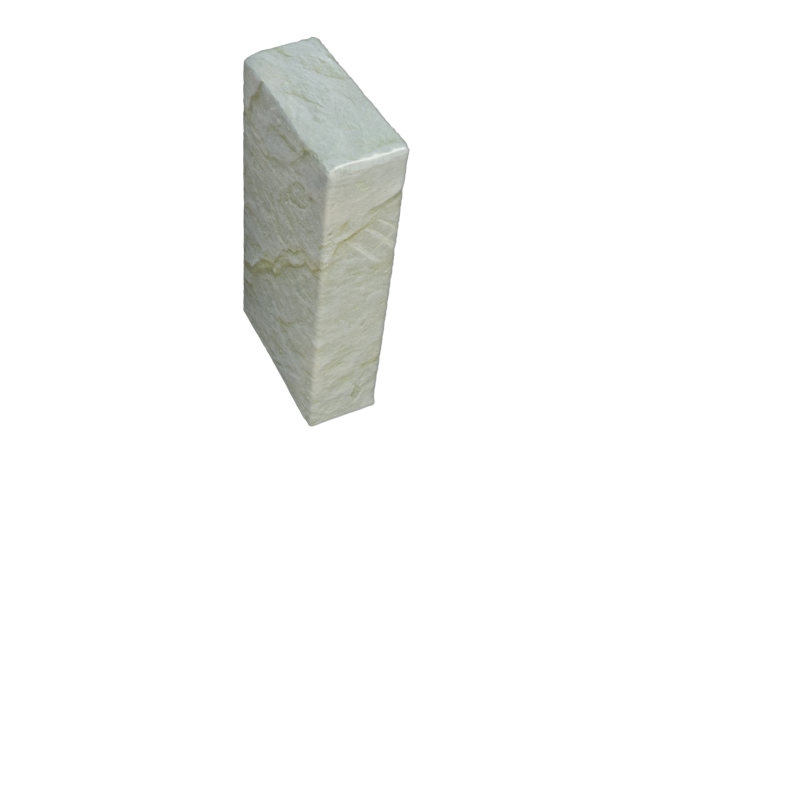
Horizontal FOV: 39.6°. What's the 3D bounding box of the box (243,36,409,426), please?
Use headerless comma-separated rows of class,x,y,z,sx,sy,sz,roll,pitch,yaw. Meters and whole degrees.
box,-0.043,-0.078,0.543,0.048,0.101,0.164,-19,-37,-19
